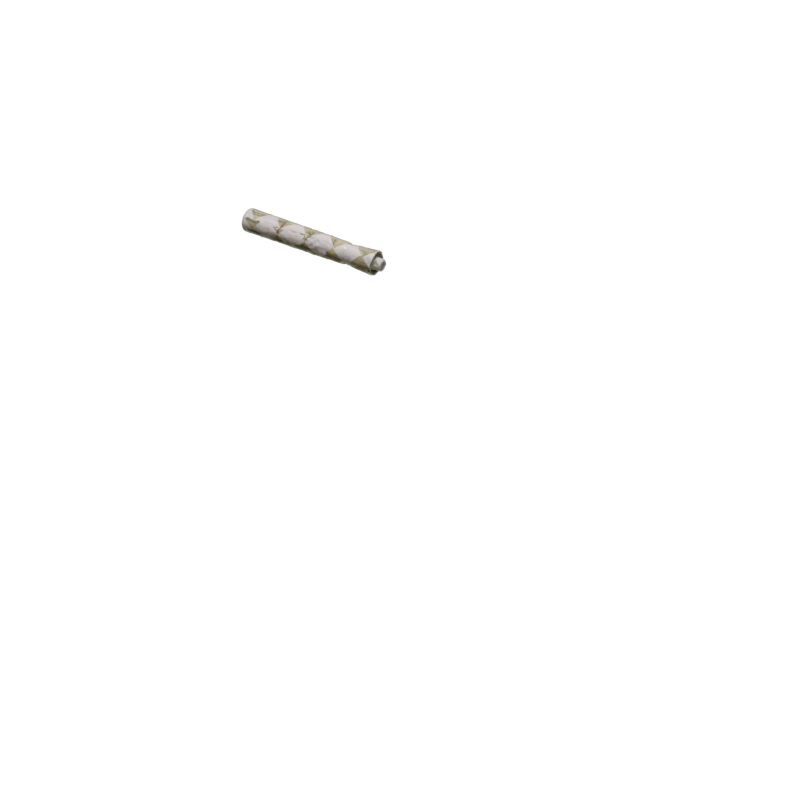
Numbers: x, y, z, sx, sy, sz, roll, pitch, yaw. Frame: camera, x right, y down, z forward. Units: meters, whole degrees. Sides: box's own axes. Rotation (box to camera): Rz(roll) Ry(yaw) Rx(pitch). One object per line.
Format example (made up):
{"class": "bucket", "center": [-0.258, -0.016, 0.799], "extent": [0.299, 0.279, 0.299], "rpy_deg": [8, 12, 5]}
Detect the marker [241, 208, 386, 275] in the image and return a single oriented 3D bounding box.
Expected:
{"class": "marker", "center": [-0.064, -0.117, 0.818], "extent": [0.127, 0.019, 0.019], "rpy_deg": [22, 14, 28]}
